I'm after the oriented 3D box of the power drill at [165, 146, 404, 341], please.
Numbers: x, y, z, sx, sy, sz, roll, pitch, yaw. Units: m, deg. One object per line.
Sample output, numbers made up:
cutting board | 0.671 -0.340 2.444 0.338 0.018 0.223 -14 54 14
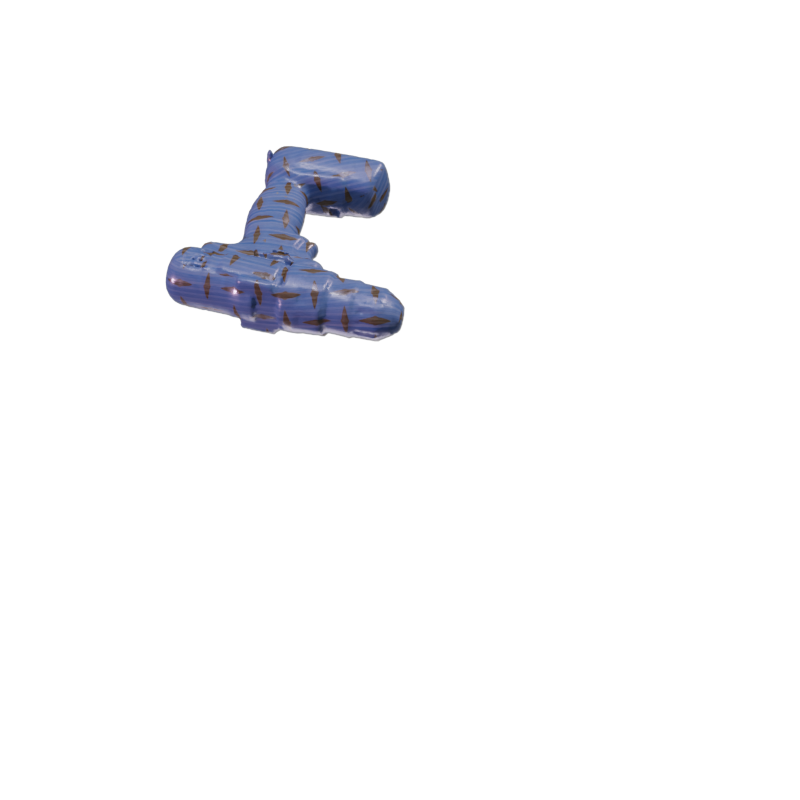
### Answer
power drill | -0.068 -0.125 0.875 0.189 0.053 0.196 12 42 13
